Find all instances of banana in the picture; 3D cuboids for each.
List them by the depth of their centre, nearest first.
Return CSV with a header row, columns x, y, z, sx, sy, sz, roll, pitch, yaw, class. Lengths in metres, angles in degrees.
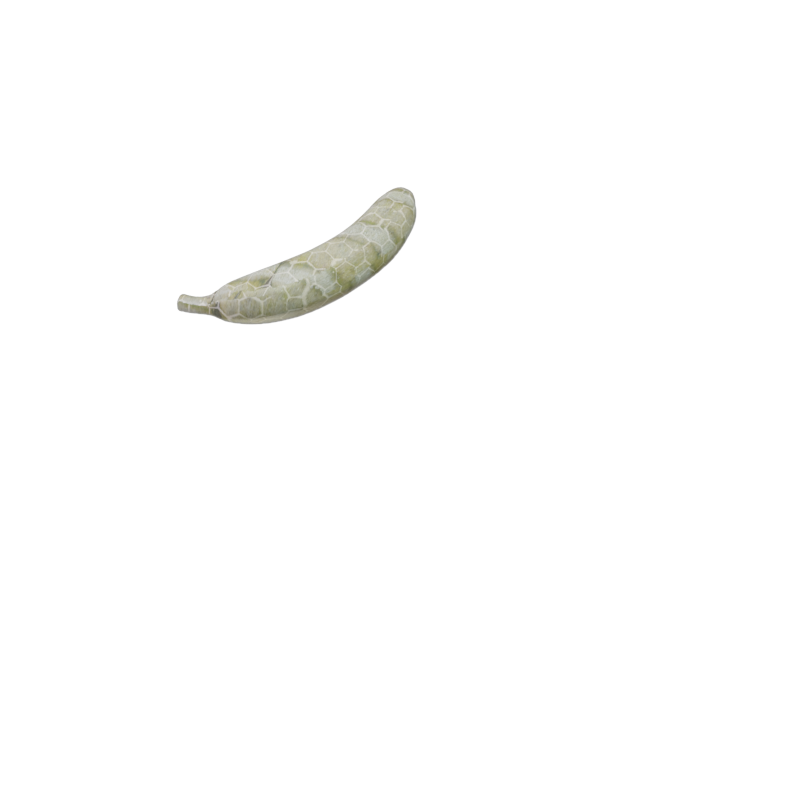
x,y,z,sx,sy,sz,roll,pitch,yaw,class
-0.049,-0.095,0.737,0.197,0.034,0.075,-30,49,-30,banana
